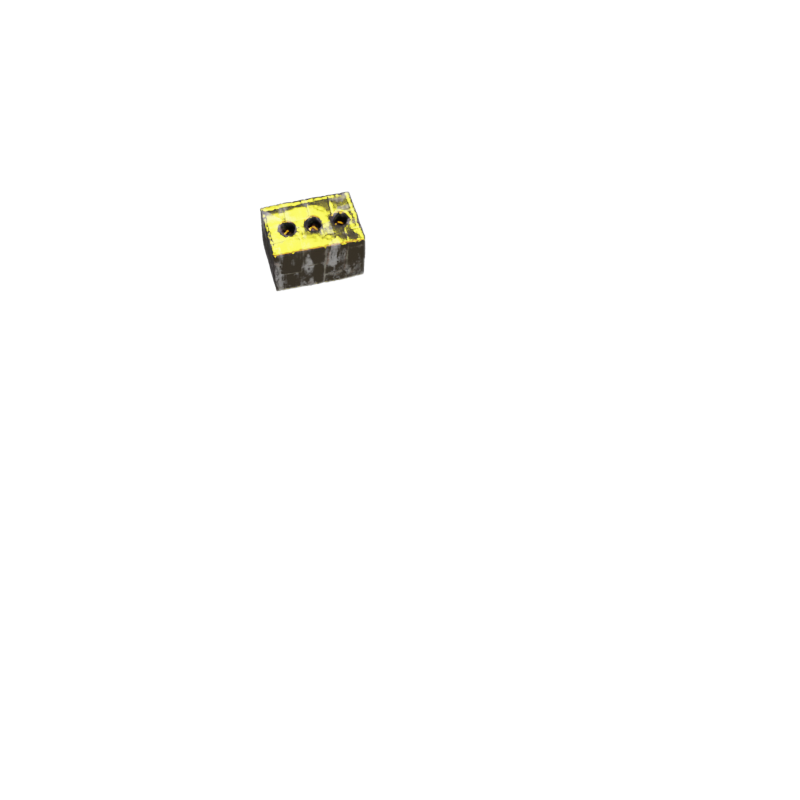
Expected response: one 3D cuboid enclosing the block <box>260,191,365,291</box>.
[{"bbox_3d":[-0.071,-0.130,0.913,0.077,0.057,0.048,-12,-32,-9],"label":"block"}]
